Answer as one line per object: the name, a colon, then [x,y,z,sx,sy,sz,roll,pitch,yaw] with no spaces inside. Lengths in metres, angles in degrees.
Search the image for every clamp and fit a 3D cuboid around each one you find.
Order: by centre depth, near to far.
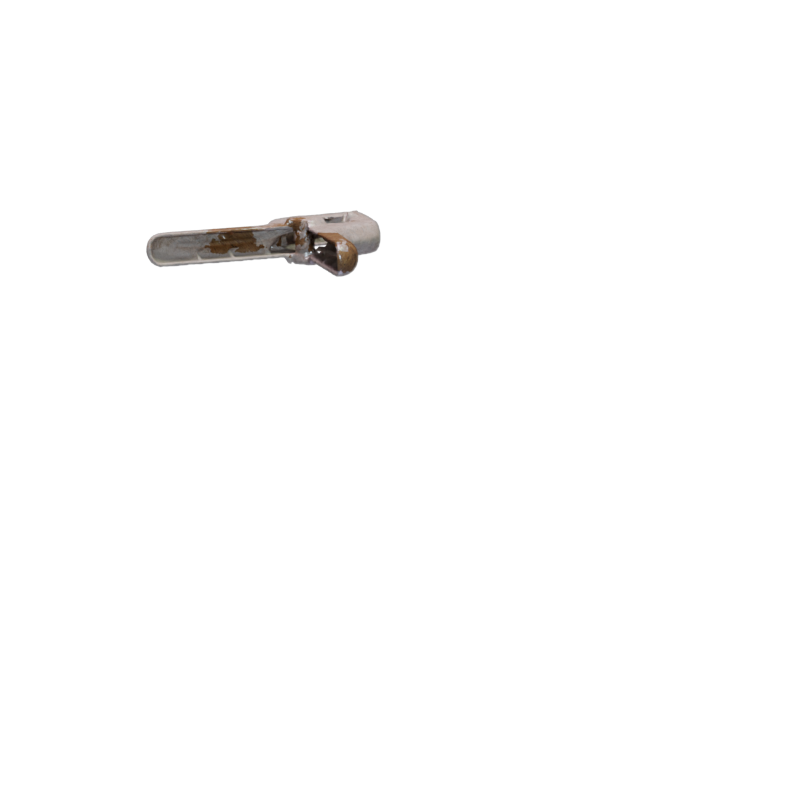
clamp: [-0.066,-0.121,0.847,0.171,0.035,0.207,9,17,30]
